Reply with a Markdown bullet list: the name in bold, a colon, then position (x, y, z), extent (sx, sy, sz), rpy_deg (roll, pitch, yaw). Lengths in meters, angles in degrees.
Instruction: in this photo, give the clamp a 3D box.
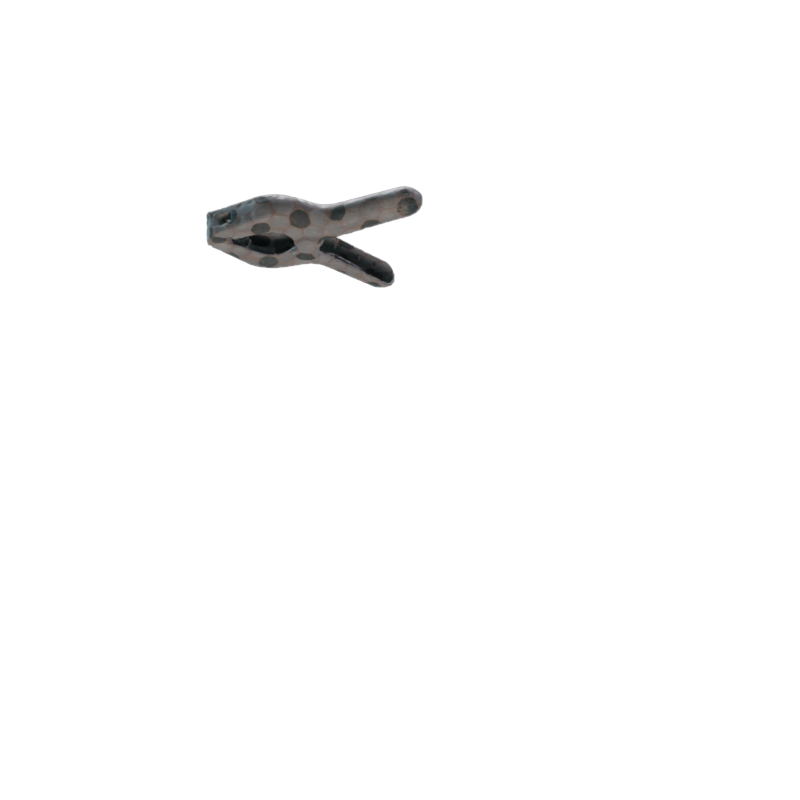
- **clamp**: position (-0.071, -0.129, 0.906), extent (0.171, 0.042, 0.112), rpy_deg (0, -38, -1)
